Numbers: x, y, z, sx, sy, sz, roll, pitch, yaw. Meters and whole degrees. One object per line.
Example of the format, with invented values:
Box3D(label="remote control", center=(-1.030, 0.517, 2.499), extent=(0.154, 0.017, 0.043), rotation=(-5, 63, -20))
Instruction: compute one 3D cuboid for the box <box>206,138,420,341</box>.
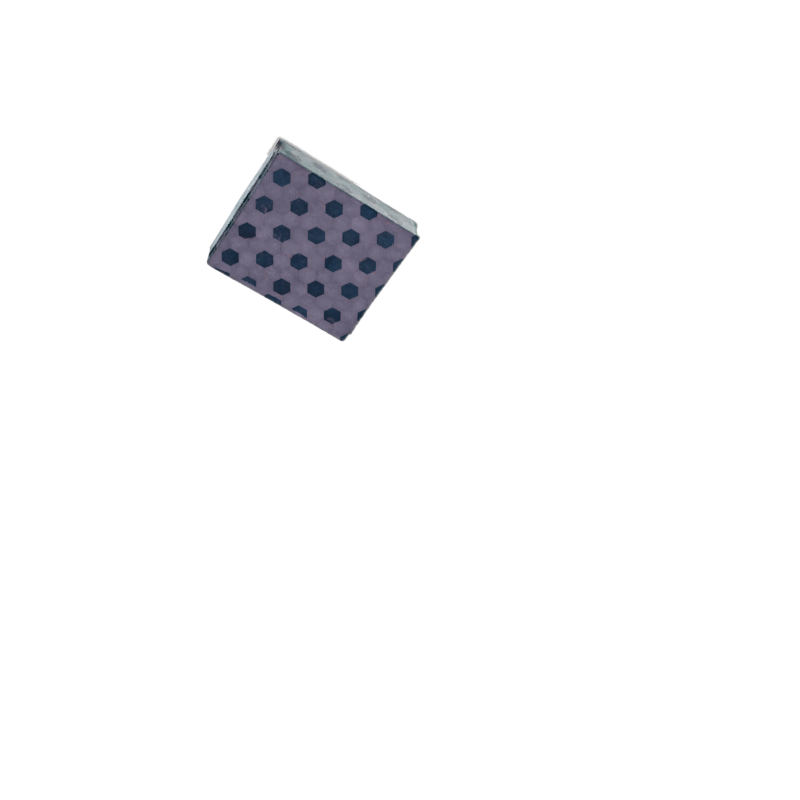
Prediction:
Box3D(label="box", center=(-0.046, -0.084, 0.587), extent=(0.087, 0.071, 0.032), rotation=(30, 20, -13))
